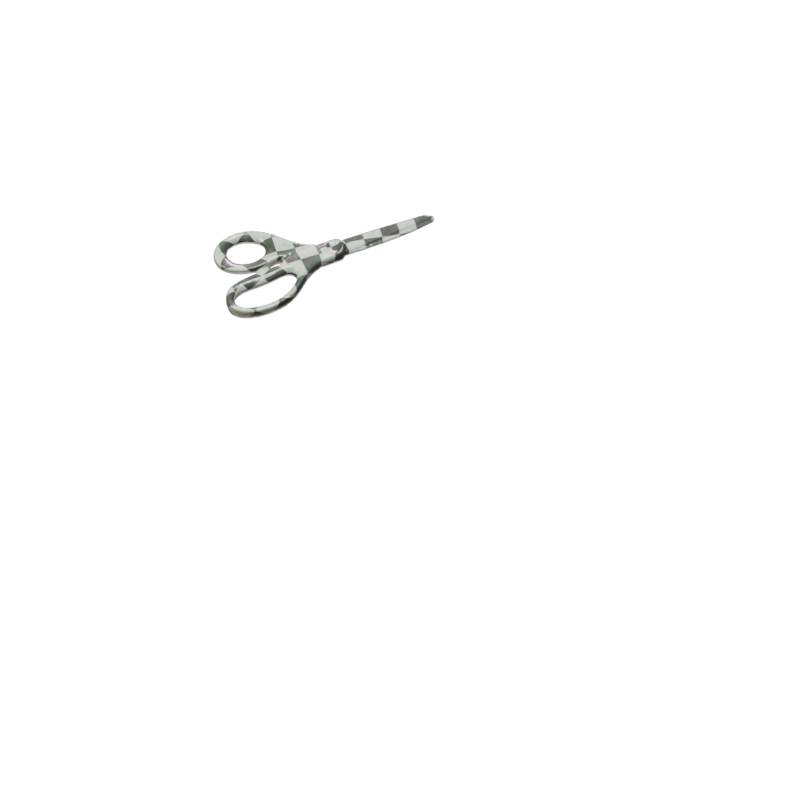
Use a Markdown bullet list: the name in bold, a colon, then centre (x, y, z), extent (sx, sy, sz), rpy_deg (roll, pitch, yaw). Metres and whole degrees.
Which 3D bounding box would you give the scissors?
- **scissors**: centre (-0.076, -0.138, 0.970), extent (0.202, 0.015, 0.103), rpy_deg (-35, 60, -24)
